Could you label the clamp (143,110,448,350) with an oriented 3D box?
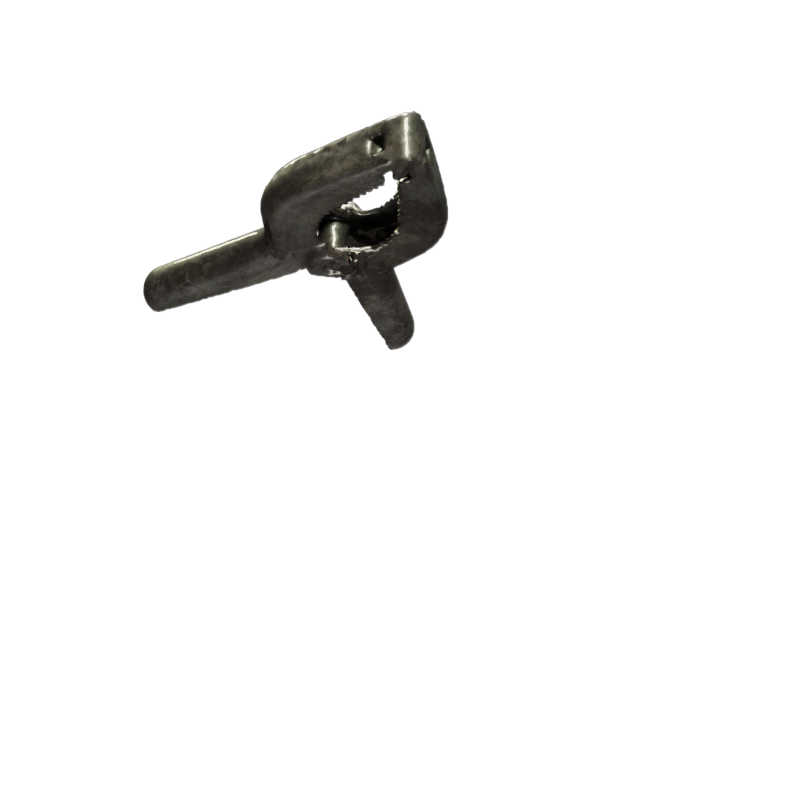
[{"bbox_3d":[-0.046,-0.083,0.581,0.161,0.038,0.202,6,-24,-14],"label":"clamp"}]
